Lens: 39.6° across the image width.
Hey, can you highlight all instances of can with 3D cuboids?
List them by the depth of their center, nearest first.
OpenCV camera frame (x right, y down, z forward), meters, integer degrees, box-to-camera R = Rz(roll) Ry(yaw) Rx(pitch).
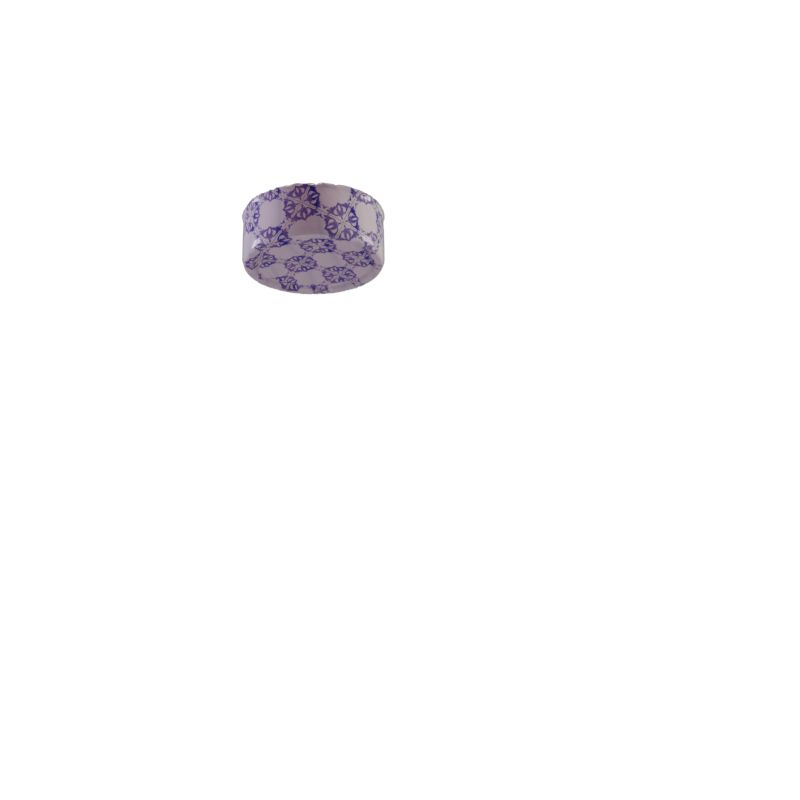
[{"bbox_3d":[-0.052,-0.094,0.661,0.086,0.035,0.082,0,-21,-2],"label":"can"}]
